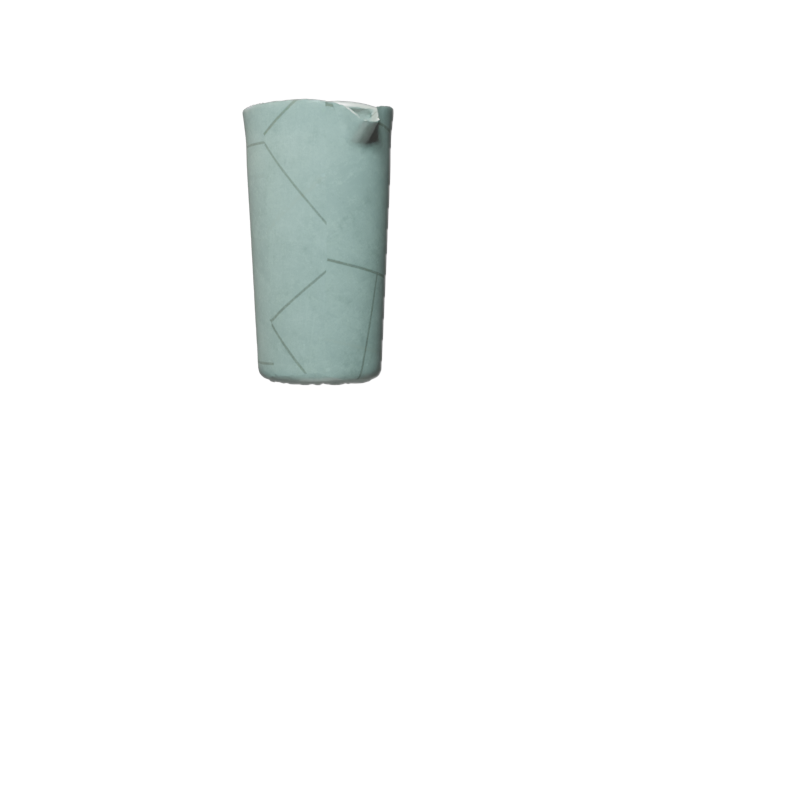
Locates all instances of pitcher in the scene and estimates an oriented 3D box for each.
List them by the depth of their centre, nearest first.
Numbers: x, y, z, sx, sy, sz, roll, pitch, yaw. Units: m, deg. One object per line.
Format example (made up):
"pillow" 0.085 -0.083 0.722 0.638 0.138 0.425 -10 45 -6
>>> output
"pitcher" -0.077 -0.140 0.979 0.147 0.244 0.147 0 0 11
